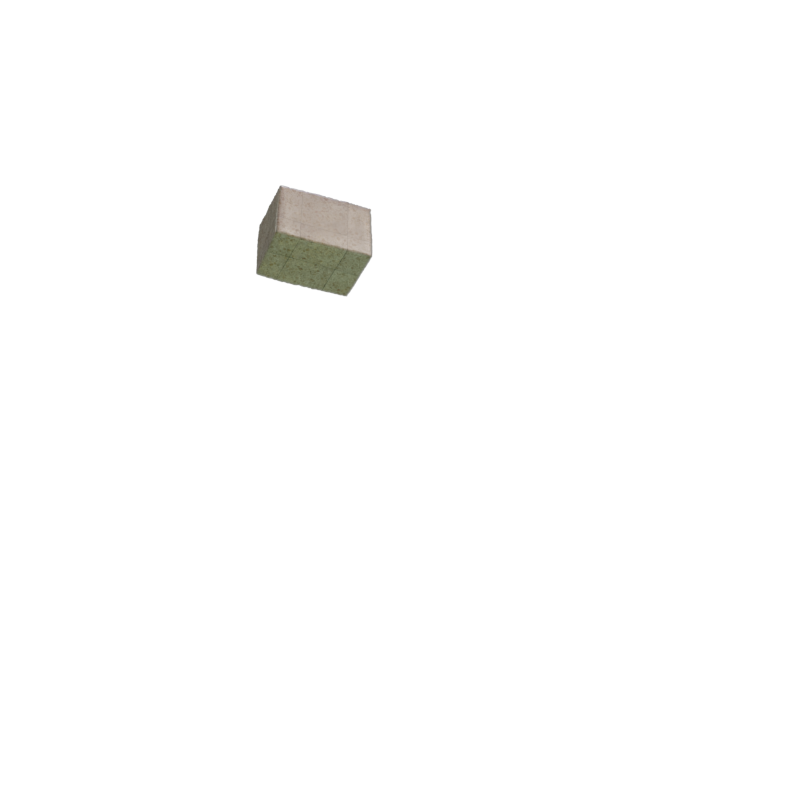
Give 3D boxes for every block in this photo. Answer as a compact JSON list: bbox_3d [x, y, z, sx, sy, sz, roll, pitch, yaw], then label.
[{"bbox_3d":[-0.067,-0.121,0.851,0.076,0.055,0.051,13,-41,-17],"label":"block"}]
